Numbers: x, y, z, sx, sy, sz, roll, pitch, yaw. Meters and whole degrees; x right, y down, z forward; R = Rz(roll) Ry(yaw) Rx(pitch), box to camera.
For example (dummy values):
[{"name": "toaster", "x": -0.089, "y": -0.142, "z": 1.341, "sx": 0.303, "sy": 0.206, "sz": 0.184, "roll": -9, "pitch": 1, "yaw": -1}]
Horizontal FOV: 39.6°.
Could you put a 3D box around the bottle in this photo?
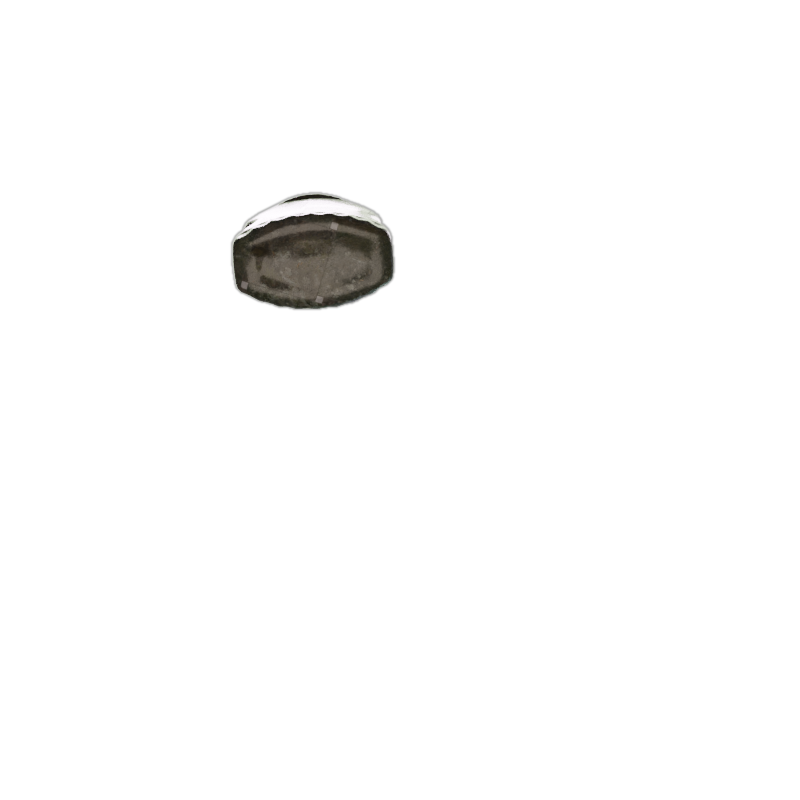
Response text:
[{"name": "bottle", "x": -0.058, "y": -0.105, "z": 0.742, "sx": 0.096, "sy": 0.057, "sz": 0.197, "roll": -6, "pitch": 15, "yaw": -2}]
